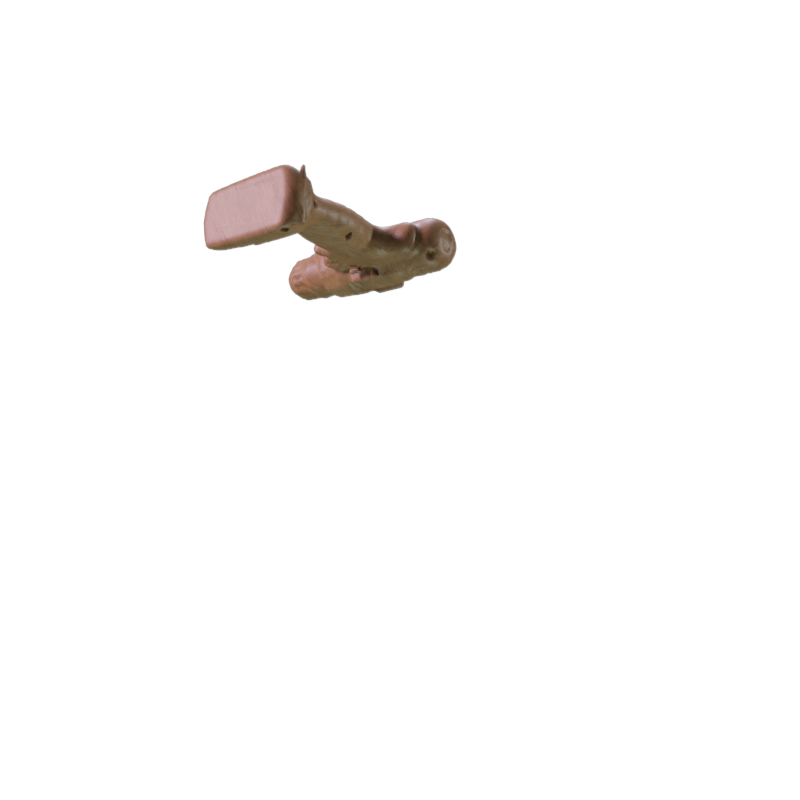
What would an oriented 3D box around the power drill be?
[{"bbox_3d":[-0.074,-0.136,0.949,0.188,0.060,0.177,-12,-18,41],"label":"power drill"}]
